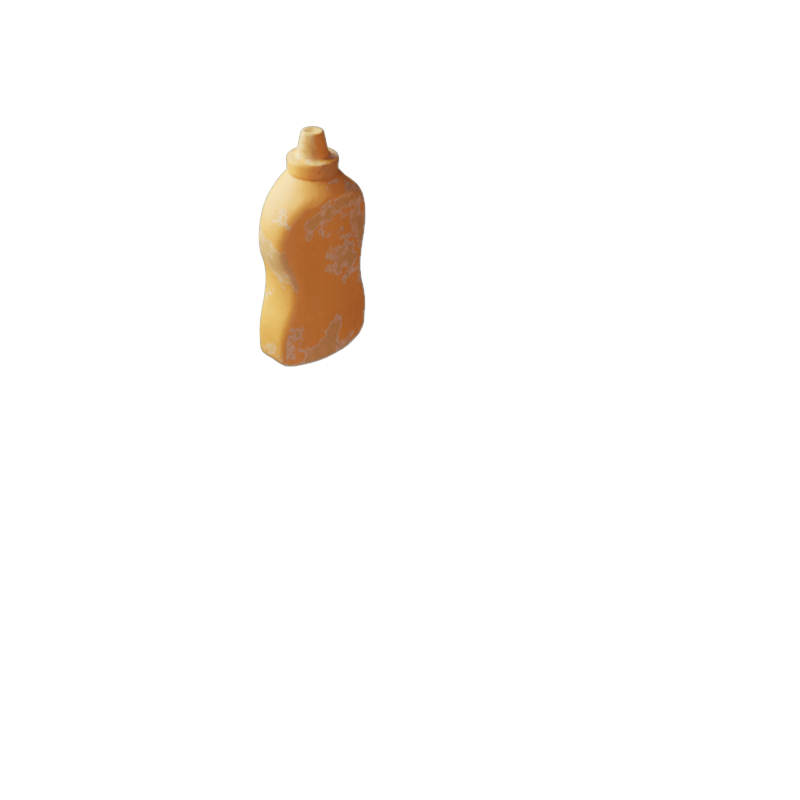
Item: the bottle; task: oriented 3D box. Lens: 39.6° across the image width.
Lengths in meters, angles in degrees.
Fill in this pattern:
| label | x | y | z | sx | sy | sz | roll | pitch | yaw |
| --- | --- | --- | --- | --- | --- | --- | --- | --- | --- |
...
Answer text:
| label | x | y | z | sx | sy | sz | roll | pitch | yaw |
| --- | --- | --- | --- | --- | --- | --- | --- | --- | --- |
| bottle | -0.069 | -0.126 | 0.883 | 0.095 | 0.180 | 0.062 | -26 | 41 | -37 |
